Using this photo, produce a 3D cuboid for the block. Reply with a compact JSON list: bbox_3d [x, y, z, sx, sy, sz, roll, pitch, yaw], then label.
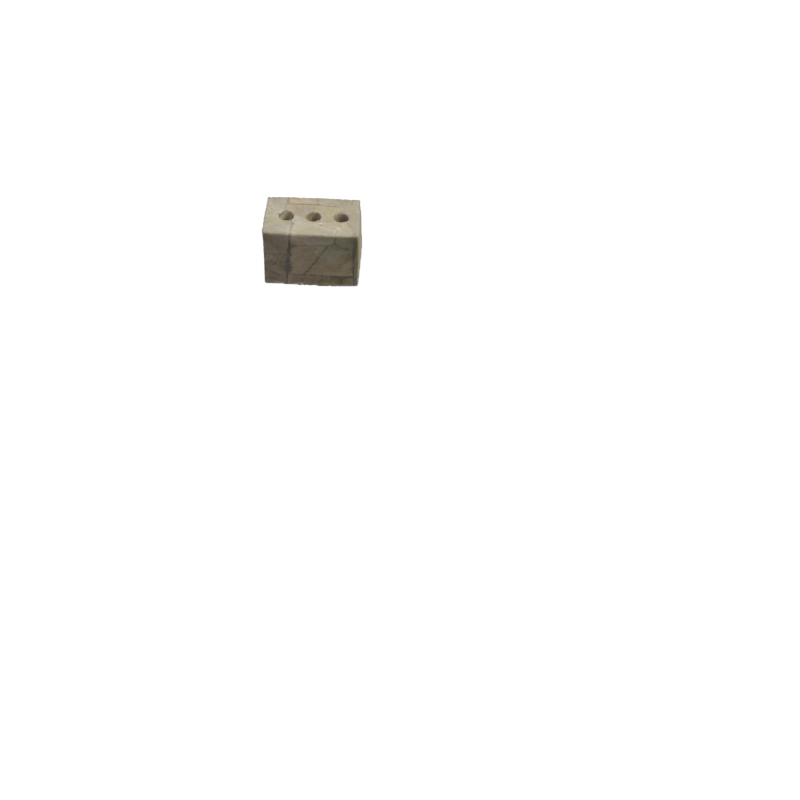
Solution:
[{"bbox_3d":[-0.070,-0.127,0.892,0.078,0.048,0.056,2,39,1],"label":"block"}]
